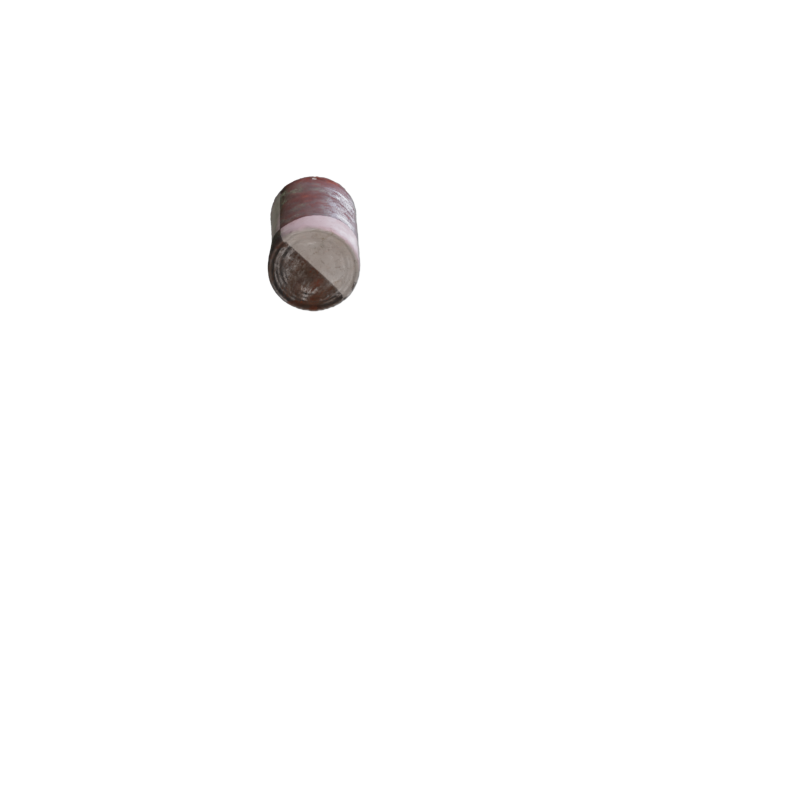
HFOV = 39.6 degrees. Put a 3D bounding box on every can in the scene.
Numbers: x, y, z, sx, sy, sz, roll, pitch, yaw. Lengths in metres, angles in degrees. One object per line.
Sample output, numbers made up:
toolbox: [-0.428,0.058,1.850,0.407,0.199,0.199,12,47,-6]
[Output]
can: [-0.065,-0.118,0.827,0.068,0.065,0.108,0,28,-3]
